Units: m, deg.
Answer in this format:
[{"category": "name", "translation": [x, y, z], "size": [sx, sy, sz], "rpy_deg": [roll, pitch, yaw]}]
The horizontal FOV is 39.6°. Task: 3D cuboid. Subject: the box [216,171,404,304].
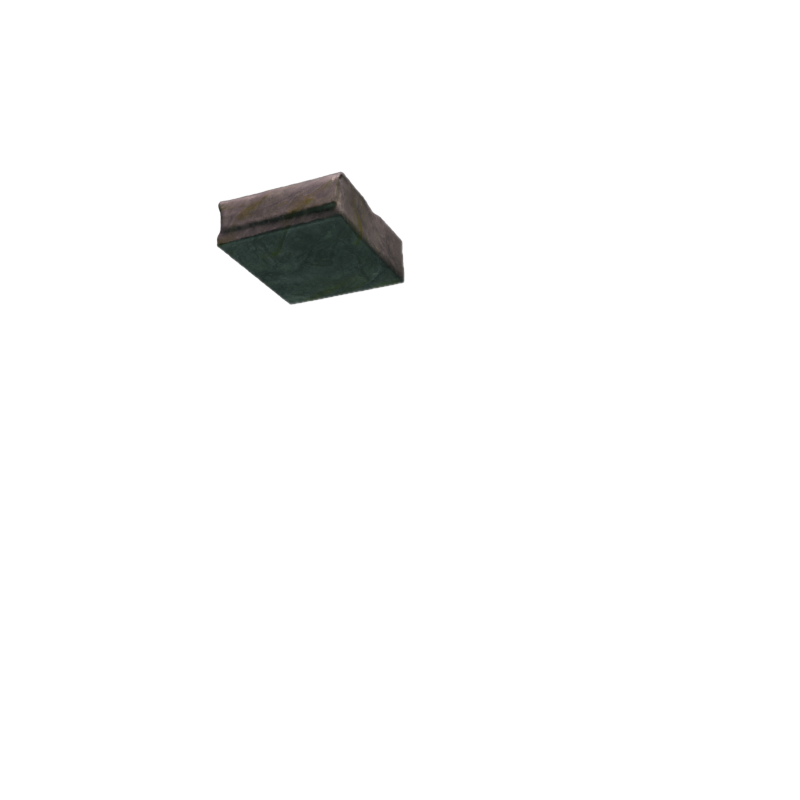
[{"category": "box", "translation": [-0.047, -0.087, 0.606], "size": [0.074, 0.032, 0.083], "rpy_deg": [-10, -24, 22]}]
